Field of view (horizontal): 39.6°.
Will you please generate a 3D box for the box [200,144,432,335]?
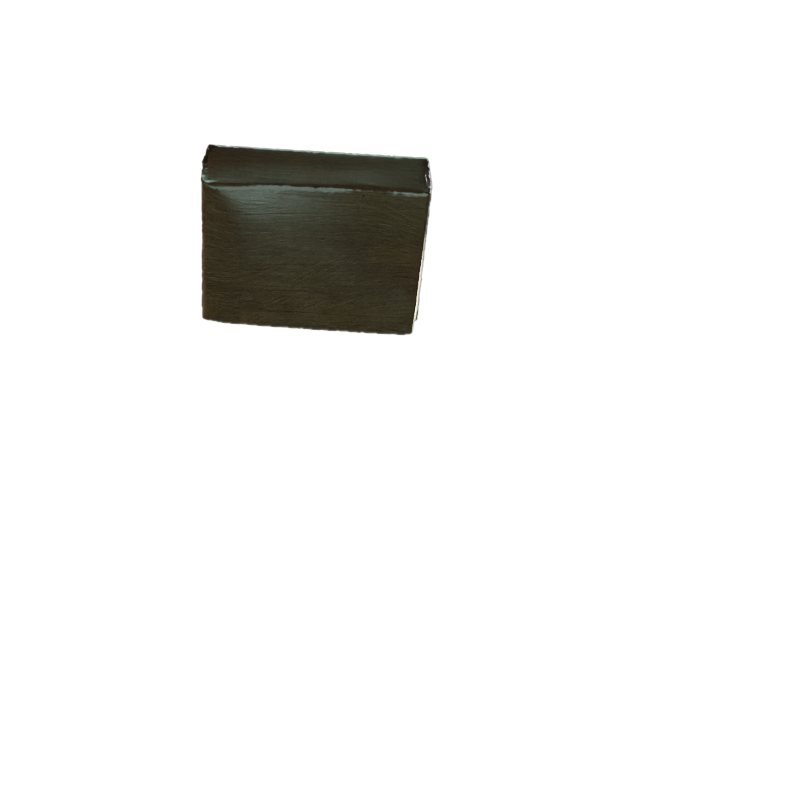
[{"bbox_3d":[-0.044,-0.080,0.561,0.113,0.084,0.042,3,38,-3],"label":"box"}]
